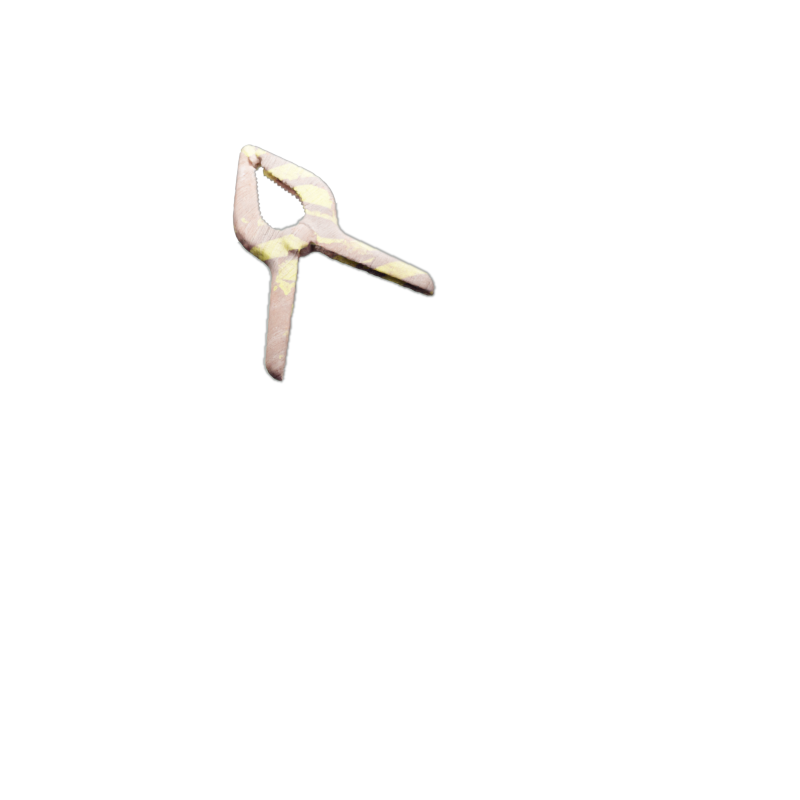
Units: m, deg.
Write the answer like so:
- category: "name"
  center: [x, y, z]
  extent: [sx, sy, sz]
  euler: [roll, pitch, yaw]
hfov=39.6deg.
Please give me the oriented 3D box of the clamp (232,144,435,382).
- category: "clamp"
  center: [-0.077, -0.141, 0.987]
  extent: [0.164, 0.219, 0.035]
  euler: [-23, -16, -7]
